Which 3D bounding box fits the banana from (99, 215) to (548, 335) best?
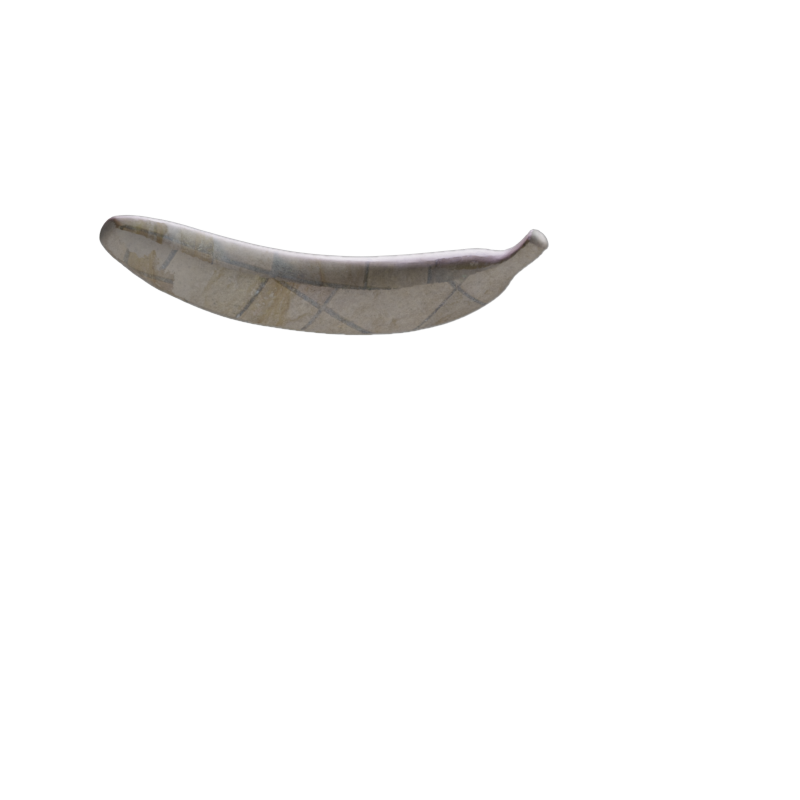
[{"bbox_3d":[-0.036,-0.059,0.513,0.197,0.065,0.039,0,45,-1],"label":"banana"}]
